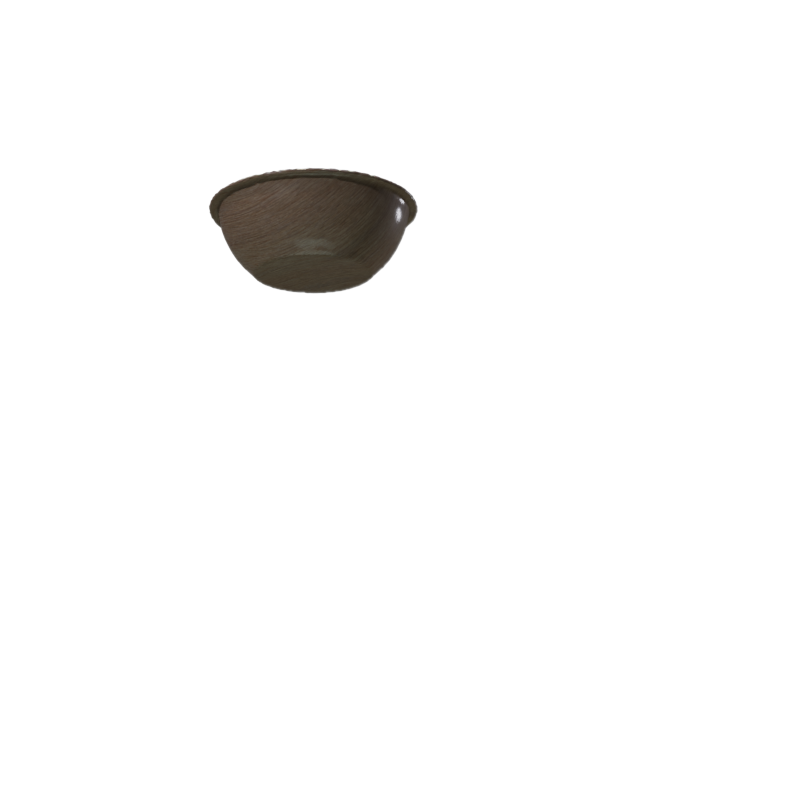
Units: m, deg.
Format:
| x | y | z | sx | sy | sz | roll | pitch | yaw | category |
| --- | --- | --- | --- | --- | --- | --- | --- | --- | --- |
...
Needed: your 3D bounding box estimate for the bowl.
| x | y | z | sx | sy | sz | roll | pitch | yaw | category |
| --- | --- | --- | --- | --- | --- | --- | --- | --- | --- |
| -0.067 | -0.122 | 0.852 | 0.162 | 0.057 | 0.156 | 0 | -14 | -2 | bowl |
